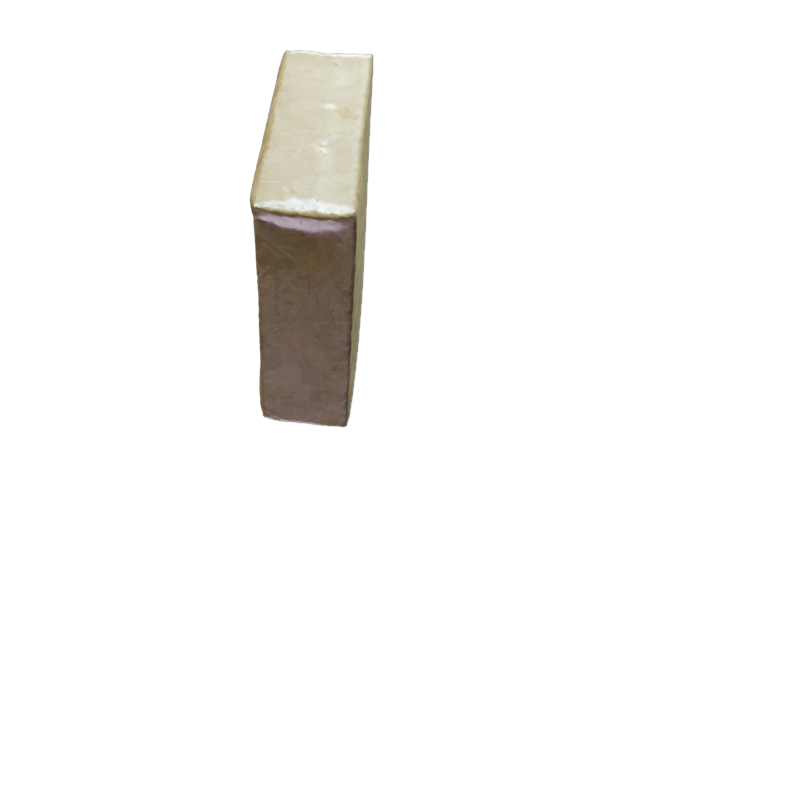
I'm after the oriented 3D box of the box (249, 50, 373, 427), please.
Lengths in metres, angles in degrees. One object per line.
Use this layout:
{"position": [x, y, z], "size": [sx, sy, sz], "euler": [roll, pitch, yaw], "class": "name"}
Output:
{"position": [-0.061, -0.111, 0.778], "size": [0.072, 0.175, 0.199], "euler": [4, -41, 0], "class": "box"}
